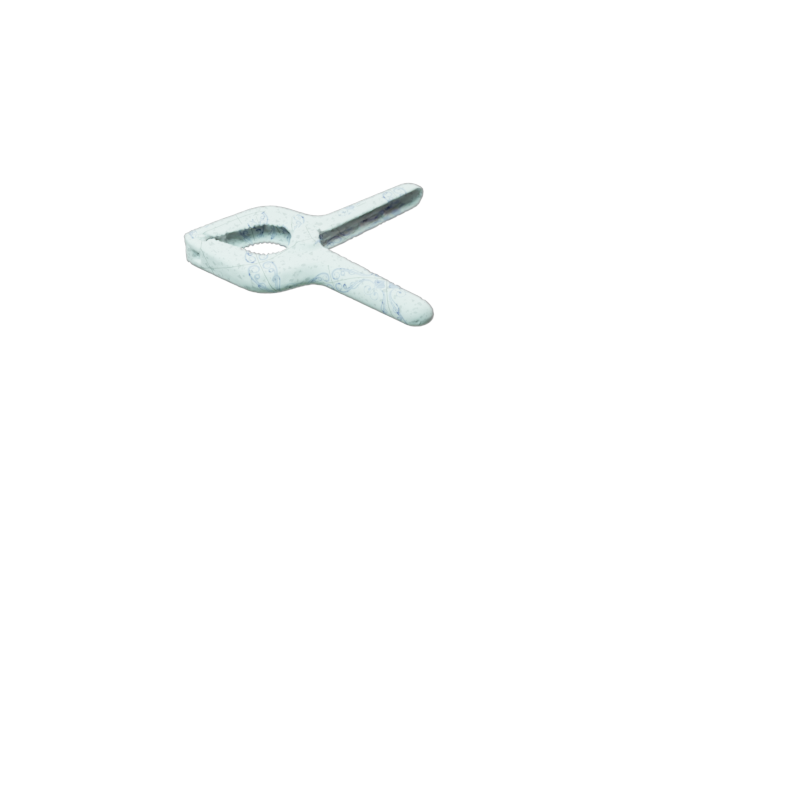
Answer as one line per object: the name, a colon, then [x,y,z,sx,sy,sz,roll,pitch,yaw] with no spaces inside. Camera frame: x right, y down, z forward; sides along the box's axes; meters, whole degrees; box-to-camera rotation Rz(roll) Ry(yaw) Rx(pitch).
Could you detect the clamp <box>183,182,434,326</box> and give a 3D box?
clamp: [-0.073,-0.132,0.928,0.212,0.034,0.175,5,45,5]
